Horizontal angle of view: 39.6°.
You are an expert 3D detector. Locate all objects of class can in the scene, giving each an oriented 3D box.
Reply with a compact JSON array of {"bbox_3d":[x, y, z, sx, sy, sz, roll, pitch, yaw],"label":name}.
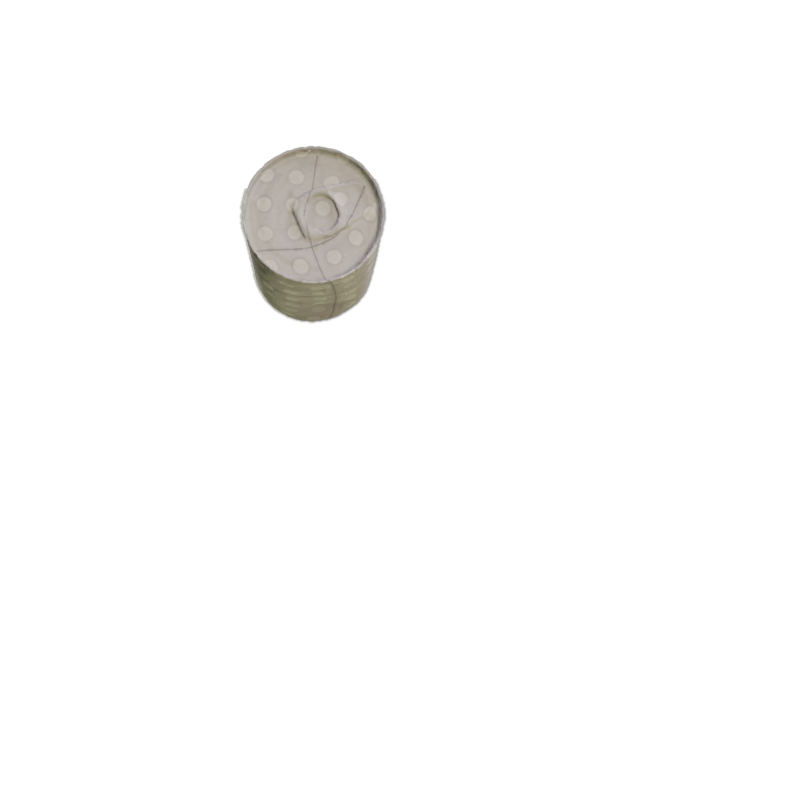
[{"bbox_3d":[-0.045,-0.082,0.571,0.068,0.071,0.099,0,-10,-3],"label":"can"}]
